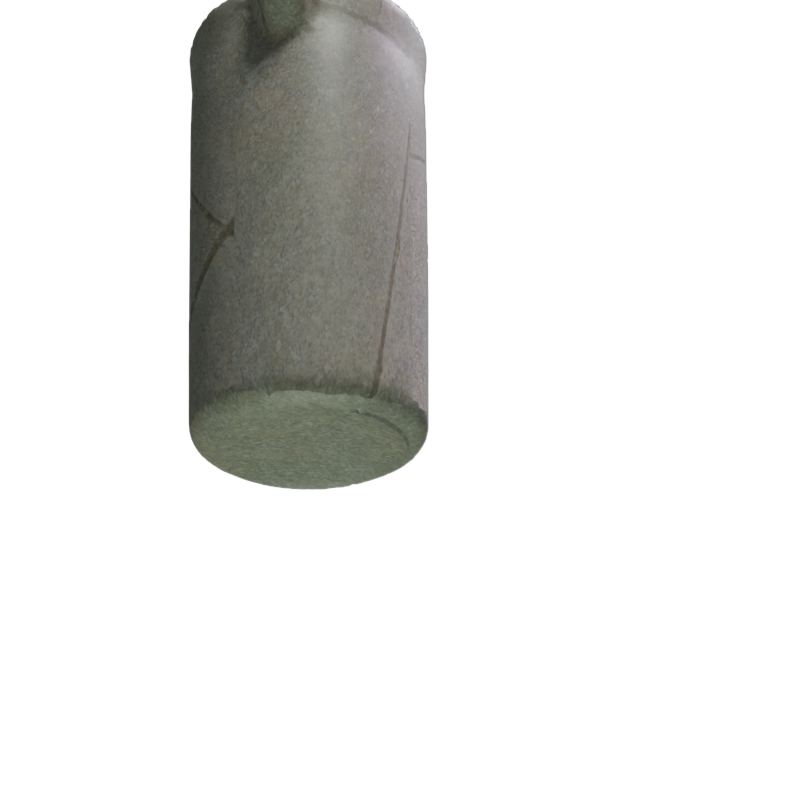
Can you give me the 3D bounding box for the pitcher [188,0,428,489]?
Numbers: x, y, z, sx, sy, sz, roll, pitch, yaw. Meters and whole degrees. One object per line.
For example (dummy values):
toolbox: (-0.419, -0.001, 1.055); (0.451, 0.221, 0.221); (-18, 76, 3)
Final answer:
pitcher: (-0.045, -0.081, 0.570); (0.141, 0.259, 0.144); (21, -38, -33)
